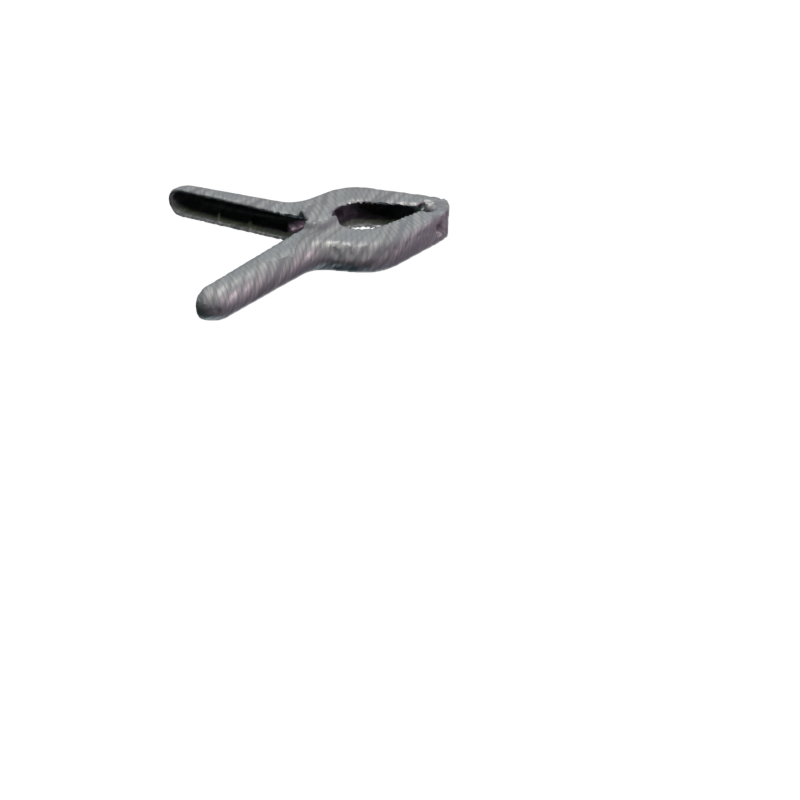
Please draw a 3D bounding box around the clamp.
[{"bbox_3d":[-0.063,-0.116,0.810,0.208,0.034,0.177,-5,38,-6],"label":"clamp"}]
